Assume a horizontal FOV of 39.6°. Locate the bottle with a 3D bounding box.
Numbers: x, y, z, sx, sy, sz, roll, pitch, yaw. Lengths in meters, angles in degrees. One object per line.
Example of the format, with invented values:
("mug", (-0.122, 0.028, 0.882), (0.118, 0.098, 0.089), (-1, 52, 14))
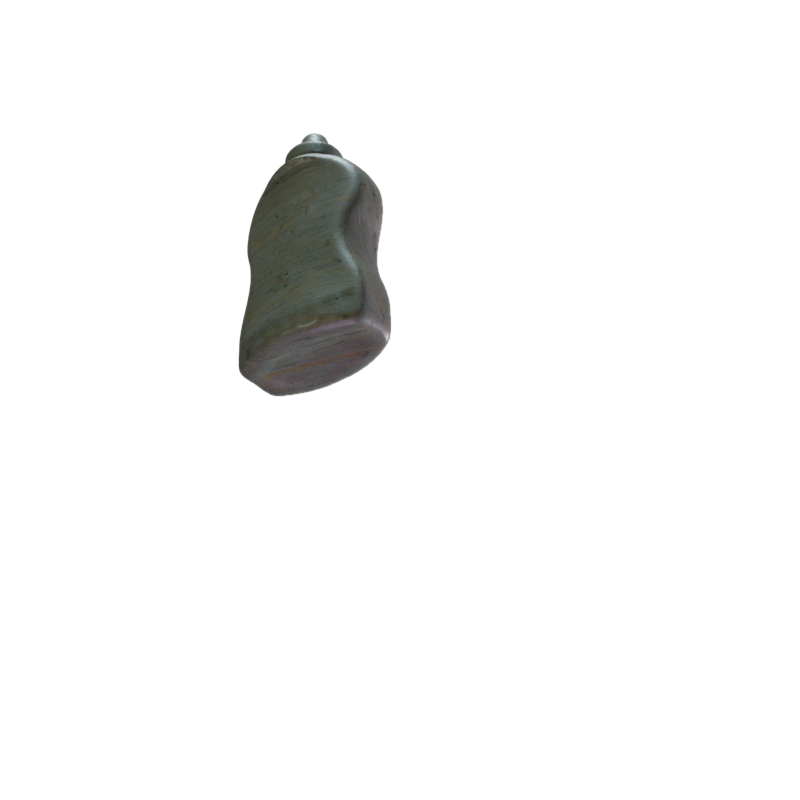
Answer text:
("bottle", (-0.055, -0.101, 0.712), (0.096, 0.206, 0.054), (-28, -45, 27))
